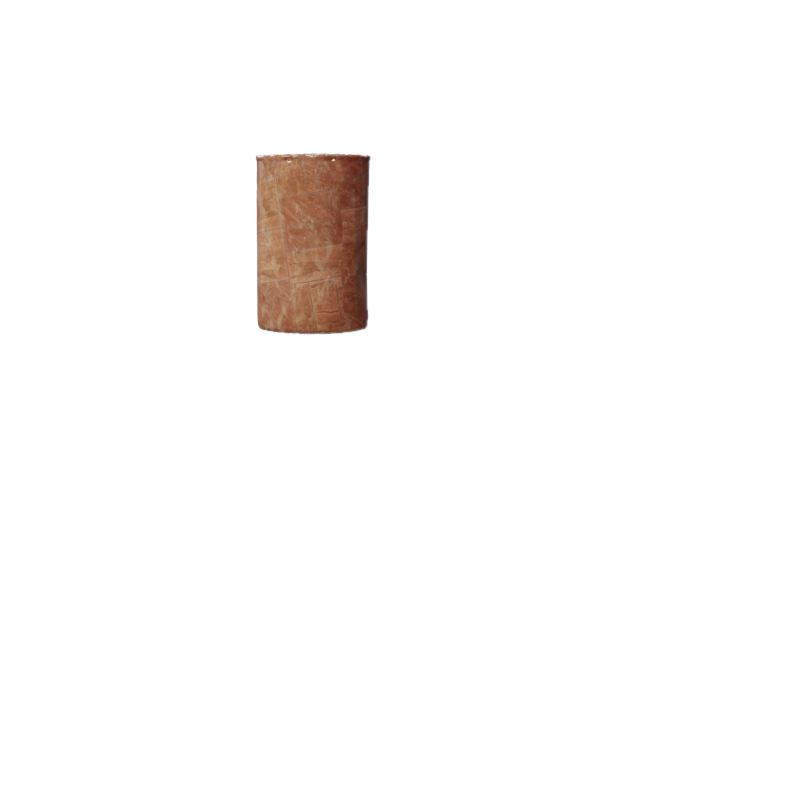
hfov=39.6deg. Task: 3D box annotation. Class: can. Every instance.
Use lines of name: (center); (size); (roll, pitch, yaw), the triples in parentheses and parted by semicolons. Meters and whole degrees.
can: (-0.051, -0.094, 0.656); (0.068, 0.101, 0.069); (0, 5, -2)
